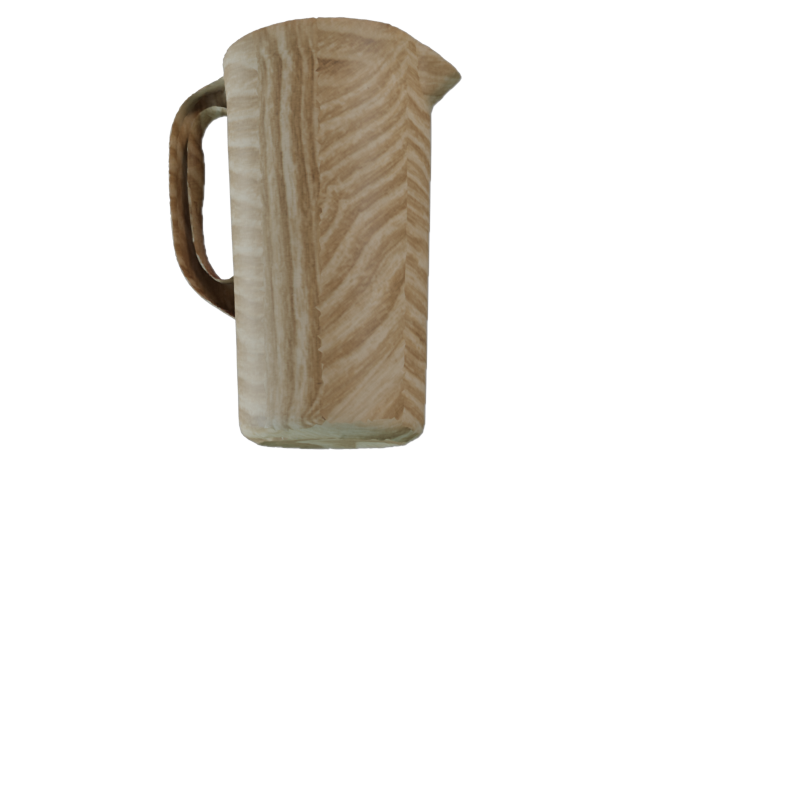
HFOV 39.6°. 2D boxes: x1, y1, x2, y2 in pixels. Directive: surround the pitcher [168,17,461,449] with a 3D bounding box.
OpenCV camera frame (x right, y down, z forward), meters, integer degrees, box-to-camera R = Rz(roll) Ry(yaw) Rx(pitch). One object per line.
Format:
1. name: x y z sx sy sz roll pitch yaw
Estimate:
1. pitcher: -0.053 -0.096 0.671 0.139 0.251 0.150 6 -14 -29
